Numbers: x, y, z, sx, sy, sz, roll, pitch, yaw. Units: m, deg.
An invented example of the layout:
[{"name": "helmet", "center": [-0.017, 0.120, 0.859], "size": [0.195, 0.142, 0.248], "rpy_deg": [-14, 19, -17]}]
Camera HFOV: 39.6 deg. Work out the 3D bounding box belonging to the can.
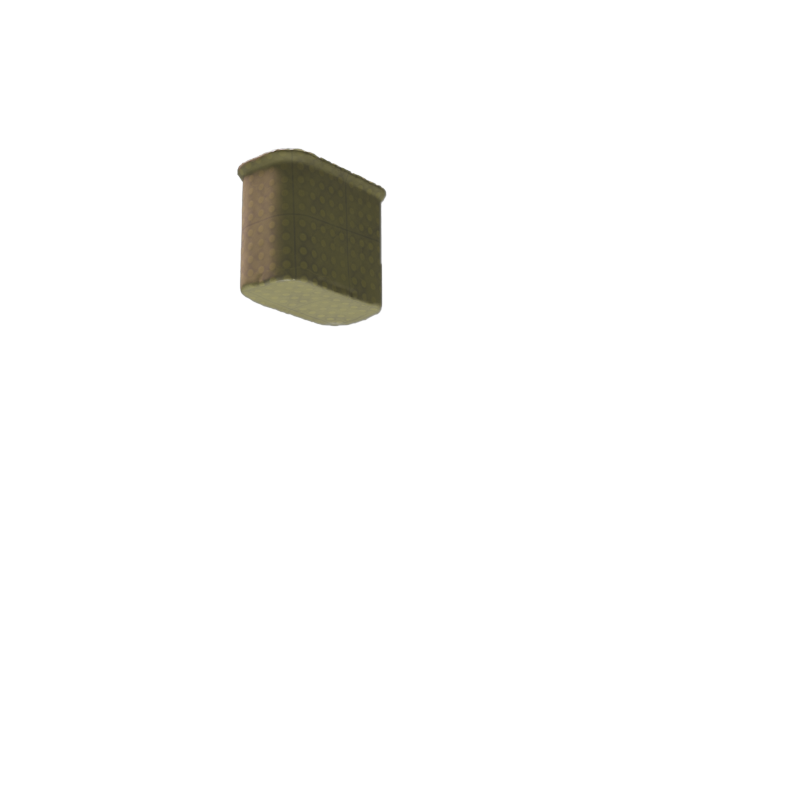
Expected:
[{"name": "can", "center": [-0.054, -0.099, 0.696], "size": [0.058, 0.088, 0.096], "rpy_deg": [-16, -23, 38]}]
